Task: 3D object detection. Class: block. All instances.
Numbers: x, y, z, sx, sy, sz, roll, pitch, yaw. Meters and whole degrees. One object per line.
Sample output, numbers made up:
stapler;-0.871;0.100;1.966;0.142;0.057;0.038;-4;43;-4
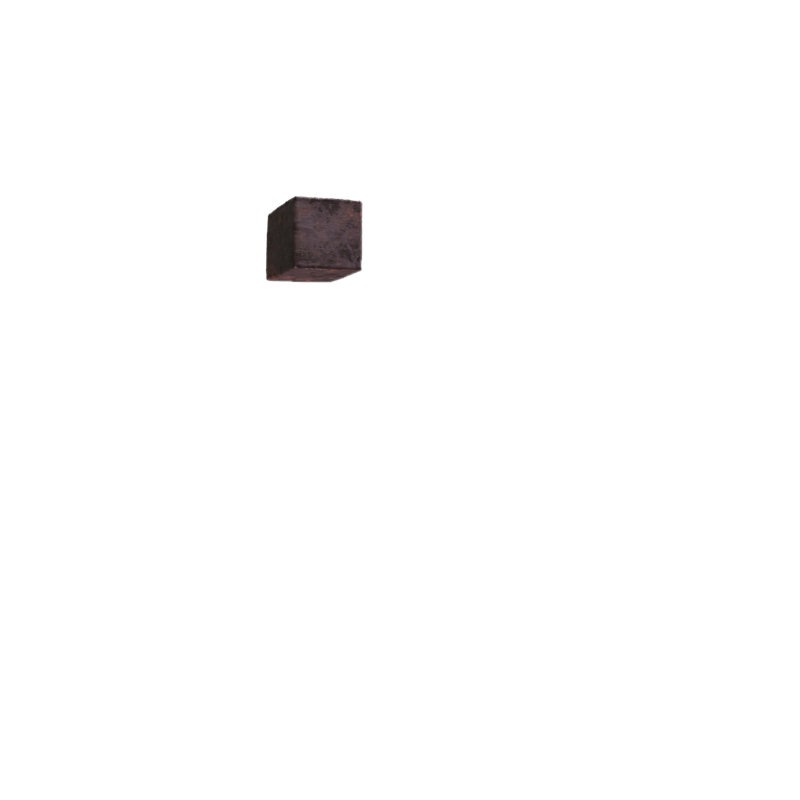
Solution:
block;-0.064;-0.116;0.813;0.051;0.052;0.079;2;-4;-21
